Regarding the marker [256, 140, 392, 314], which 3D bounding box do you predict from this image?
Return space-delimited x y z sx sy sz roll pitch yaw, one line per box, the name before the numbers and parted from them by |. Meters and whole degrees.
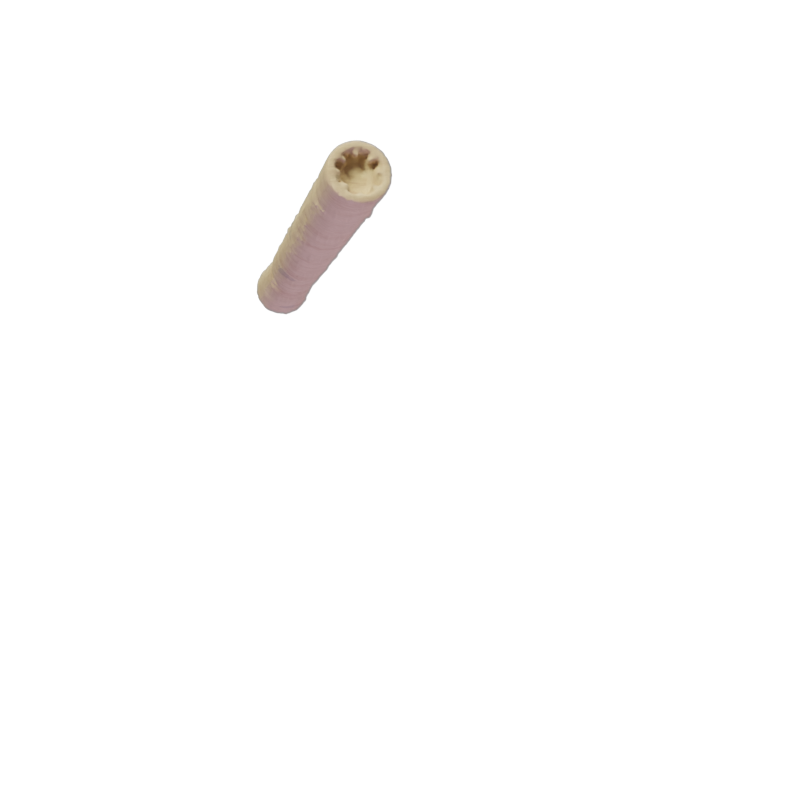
marker | -0.028 -0.051 0.356 0.019 0.020 0.119 -1 -11 -17
